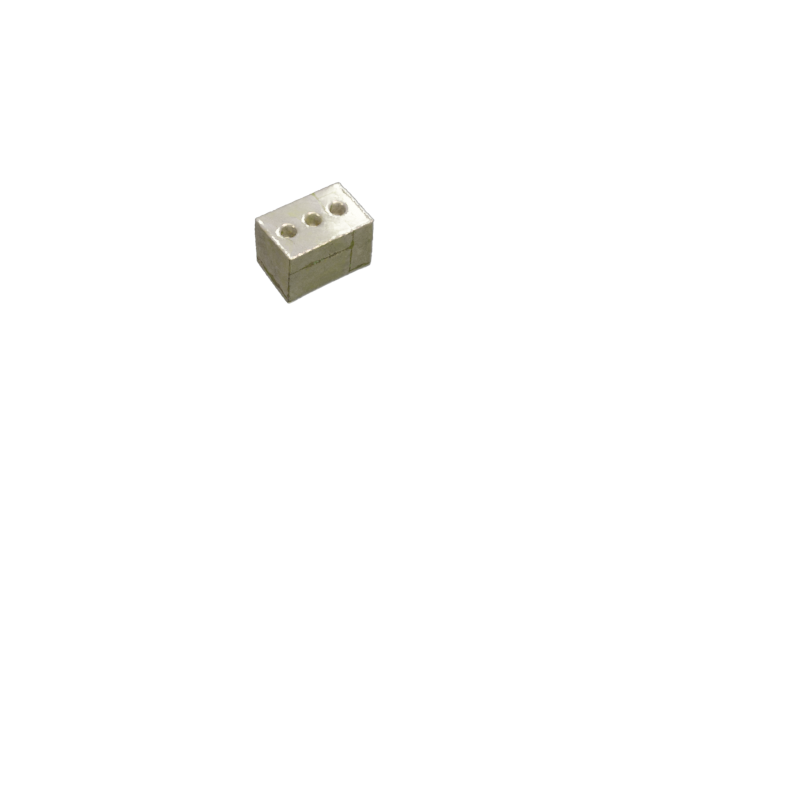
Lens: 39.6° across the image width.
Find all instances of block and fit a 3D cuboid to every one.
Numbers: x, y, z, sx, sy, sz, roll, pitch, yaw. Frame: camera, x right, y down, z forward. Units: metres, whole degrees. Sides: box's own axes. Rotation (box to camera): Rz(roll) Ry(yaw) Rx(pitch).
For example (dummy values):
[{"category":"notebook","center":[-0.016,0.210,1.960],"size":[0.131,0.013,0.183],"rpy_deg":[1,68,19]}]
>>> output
[{"category":"block","center":[-0.067,-0.122,0.853],"size":[0.078,0.057,0.048],"rpy_deg":[-28,-32,-21]}]
